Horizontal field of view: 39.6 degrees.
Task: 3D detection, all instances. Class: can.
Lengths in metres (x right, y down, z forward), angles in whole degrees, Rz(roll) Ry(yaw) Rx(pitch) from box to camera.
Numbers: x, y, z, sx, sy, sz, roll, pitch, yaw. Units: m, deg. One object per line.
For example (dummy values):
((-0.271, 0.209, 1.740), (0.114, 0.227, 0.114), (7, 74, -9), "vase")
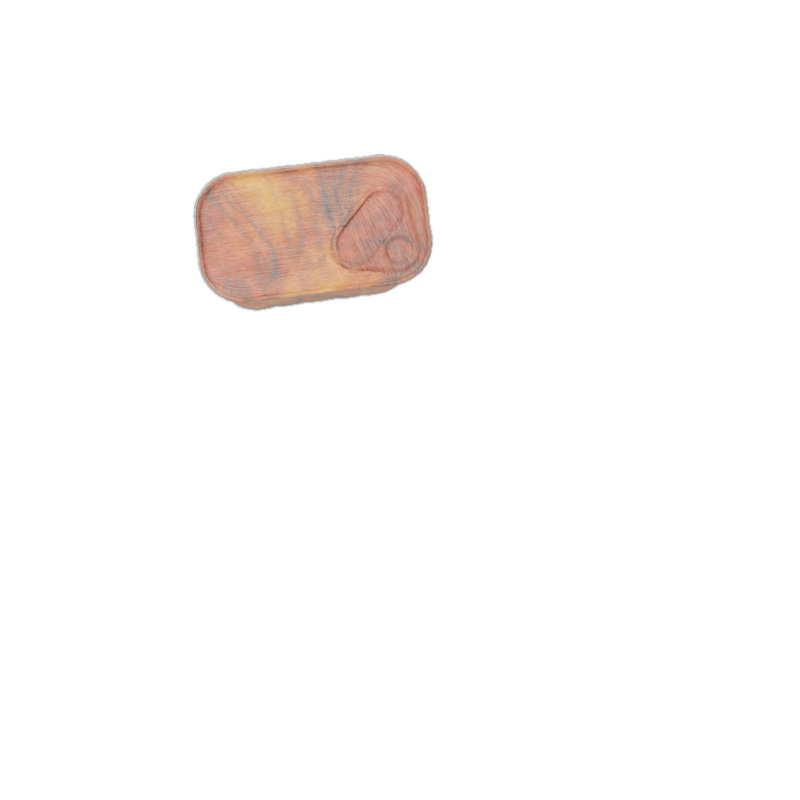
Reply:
((-0.041, -0.075, 0.522), (0.102, 0.058, 0.083), (-7, -2, -2), "can")
